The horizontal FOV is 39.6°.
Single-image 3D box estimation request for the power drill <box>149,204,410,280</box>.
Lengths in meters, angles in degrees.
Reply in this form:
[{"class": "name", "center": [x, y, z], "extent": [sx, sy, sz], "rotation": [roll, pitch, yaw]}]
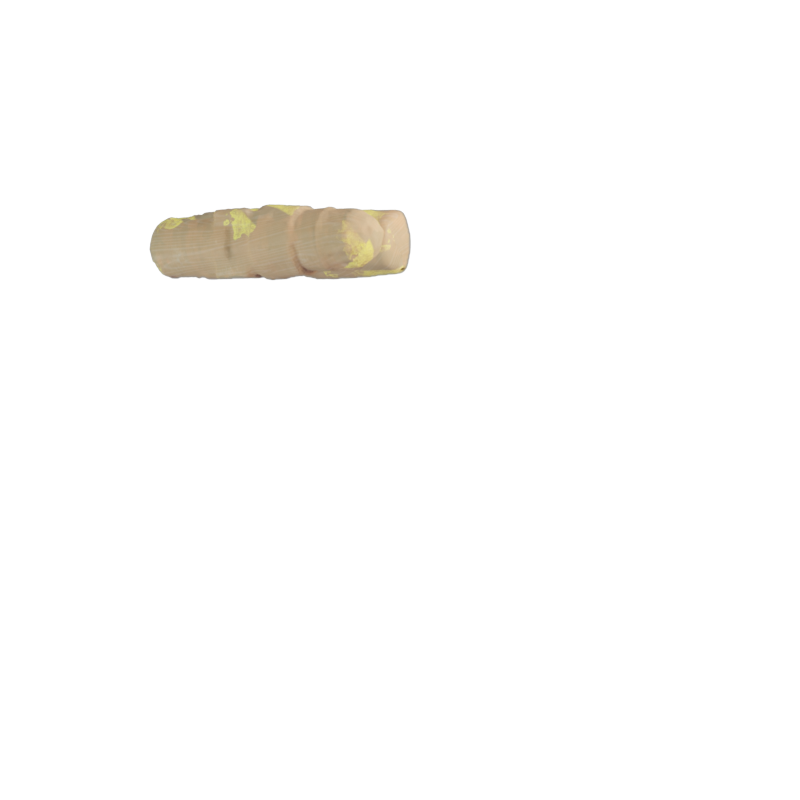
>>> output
[{"class": "power drill", "center": [-0.065, -0.119, 0.834], "extent": [0.191, 0.057, 0.182], "rotation": [3, 6, 29]}]
